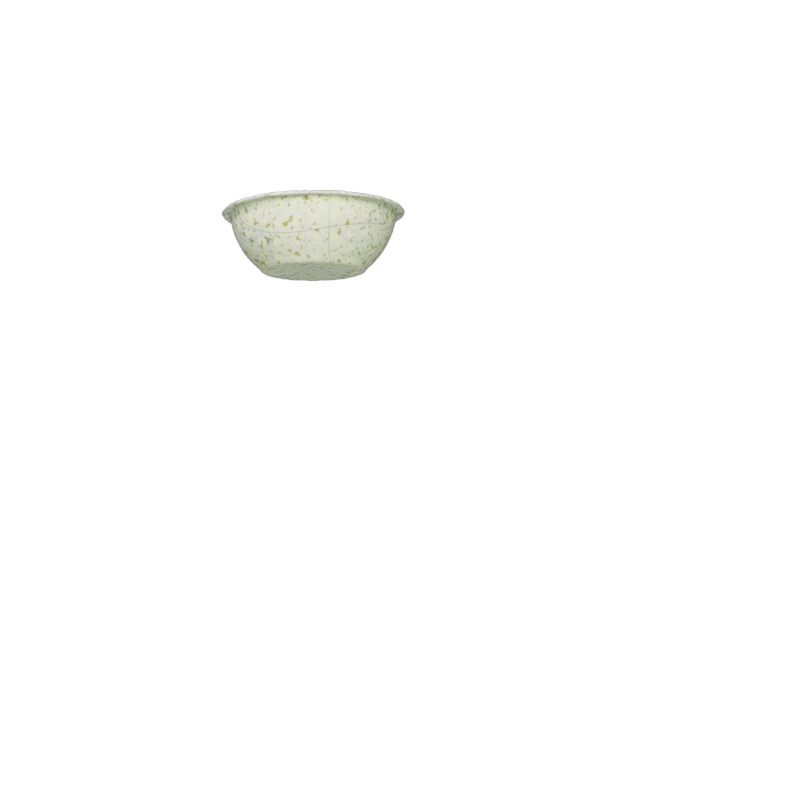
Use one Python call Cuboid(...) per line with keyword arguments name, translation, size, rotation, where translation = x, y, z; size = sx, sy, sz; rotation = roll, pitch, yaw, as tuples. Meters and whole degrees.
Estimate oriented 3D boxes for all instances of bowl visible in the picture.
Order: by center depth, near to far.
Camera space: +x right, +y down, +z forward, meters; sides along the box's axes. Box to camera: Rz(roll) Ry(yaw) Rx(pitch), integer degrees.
Cuboid(name="bowl", translation=(-0.077, -0.140, 0.978), size=(0.162, 0.056, 0.159), rotation=(0, -5, -2))
